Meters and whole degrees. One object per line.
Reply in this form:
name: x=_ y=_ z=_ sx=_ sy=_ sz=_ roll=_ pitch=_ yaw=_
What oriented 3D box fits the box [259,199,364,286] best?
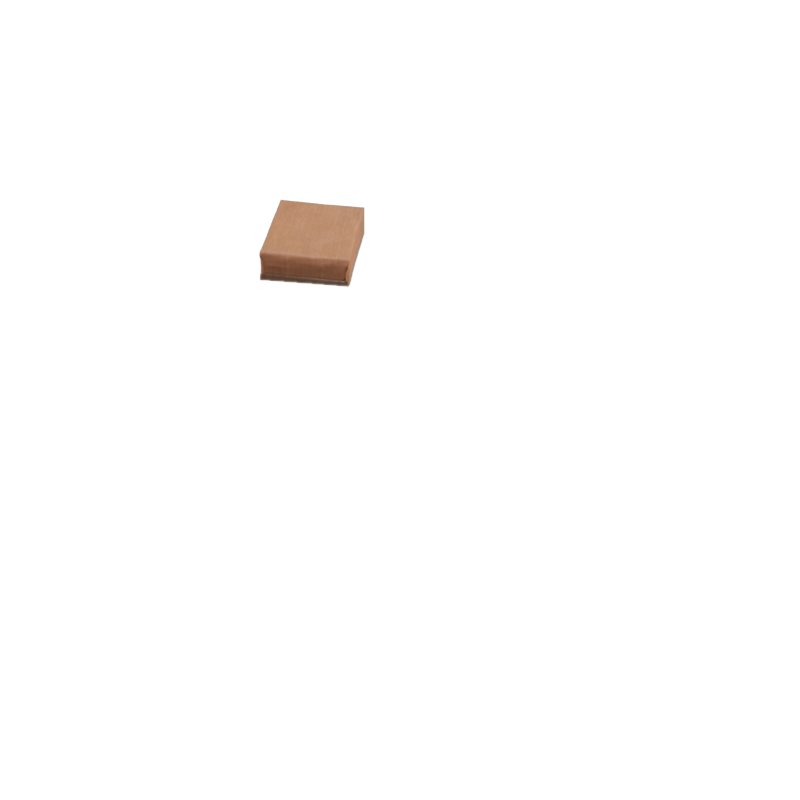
box: x=-0.071 y=-0.129 z=0.906 sx=0.074 sy=0.028 sz=0.094 roll=5 pitch=36 yaw=6
